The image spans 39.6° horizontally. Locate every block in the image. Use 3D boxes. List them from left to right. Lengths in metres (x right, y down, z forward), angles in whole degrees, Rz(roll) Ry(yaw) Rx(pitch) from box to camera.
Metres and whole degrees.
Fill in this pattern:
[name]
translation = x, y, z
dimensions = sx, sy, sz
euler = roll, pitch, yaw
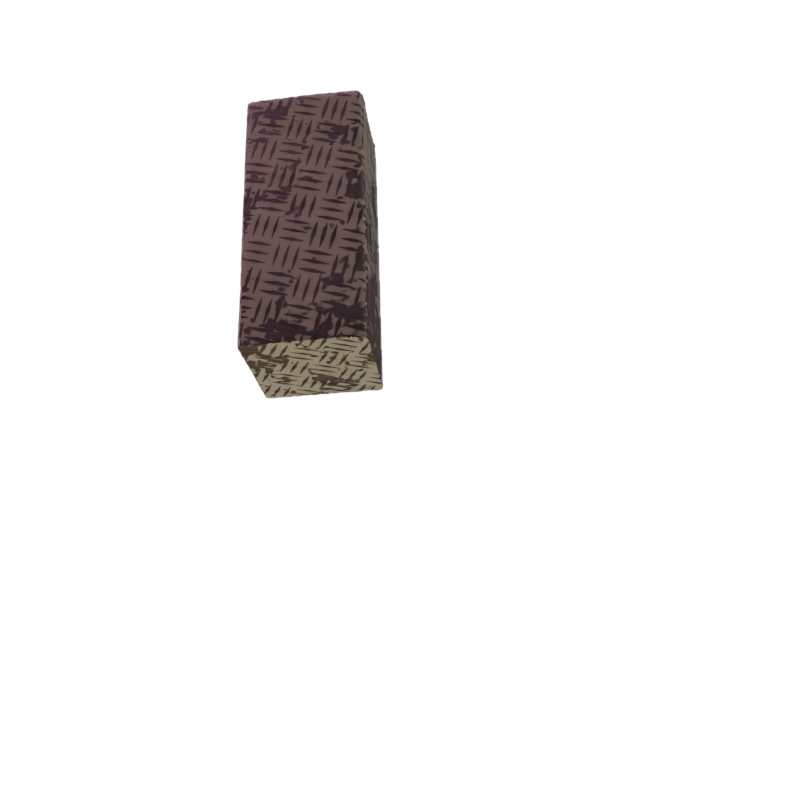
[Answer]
[block]
translation = -0.064, -0.117, 0.821
dimensions = 0.091, 0.219, 0.084
euler = -6, -29, 6
